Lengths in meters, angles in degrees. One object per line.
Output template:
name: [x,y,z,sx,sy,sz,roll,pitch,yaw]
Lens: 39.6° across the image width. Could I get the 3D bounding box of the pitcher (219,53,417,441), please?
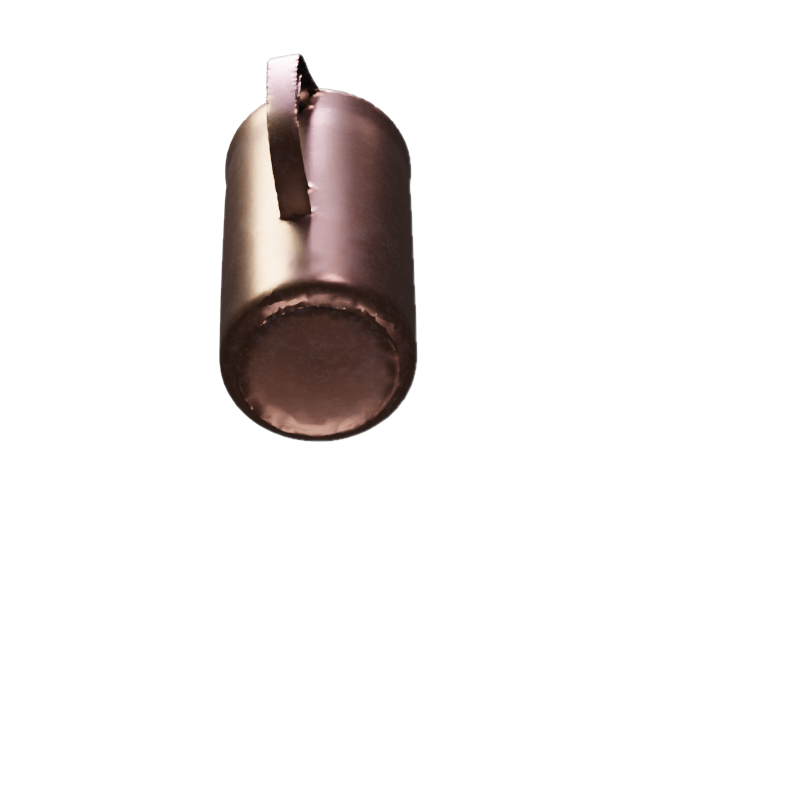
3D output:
pitcher: [-0.054,-0.099,0.691,0.143,0.141,0.259,29,29,-21]
